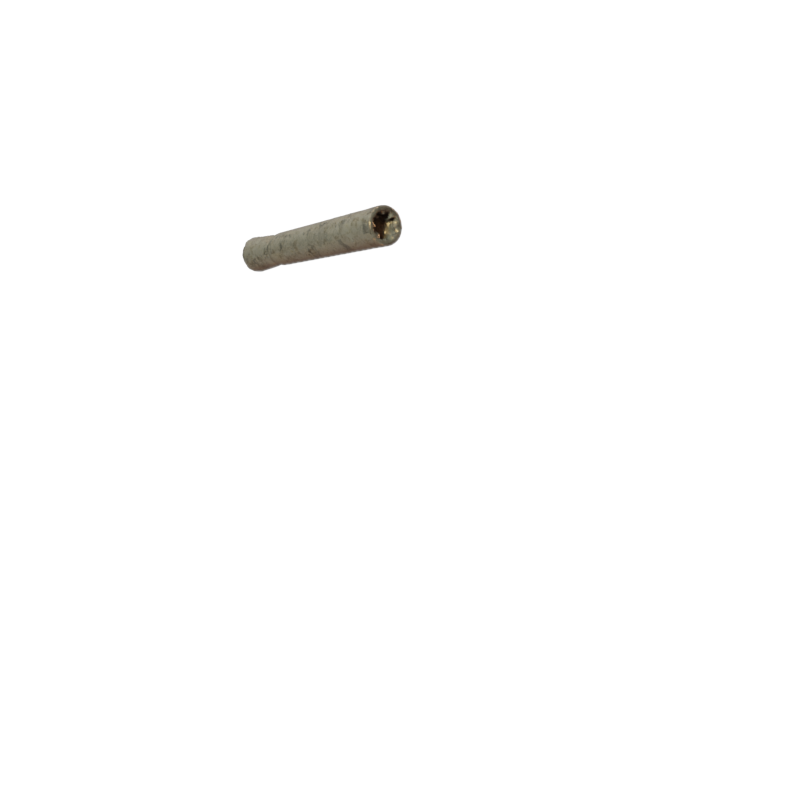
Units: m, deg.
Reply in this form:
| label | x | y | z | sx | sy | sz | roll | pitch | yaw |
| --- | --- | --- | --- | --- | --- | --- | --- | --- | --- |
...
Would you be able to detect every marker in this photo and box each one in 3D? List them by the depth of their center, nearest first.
| label | x | y | z | sx | sy | sz | roll | pitch | yaw |
| --- | --- | --- | --- | --- | --- | --- | --- | --- | --- |
| marker | -0.043 | -0.078 | 0.545 | 0.019 | 0.020 | 0.124 | -3 | 1 | -36 |
